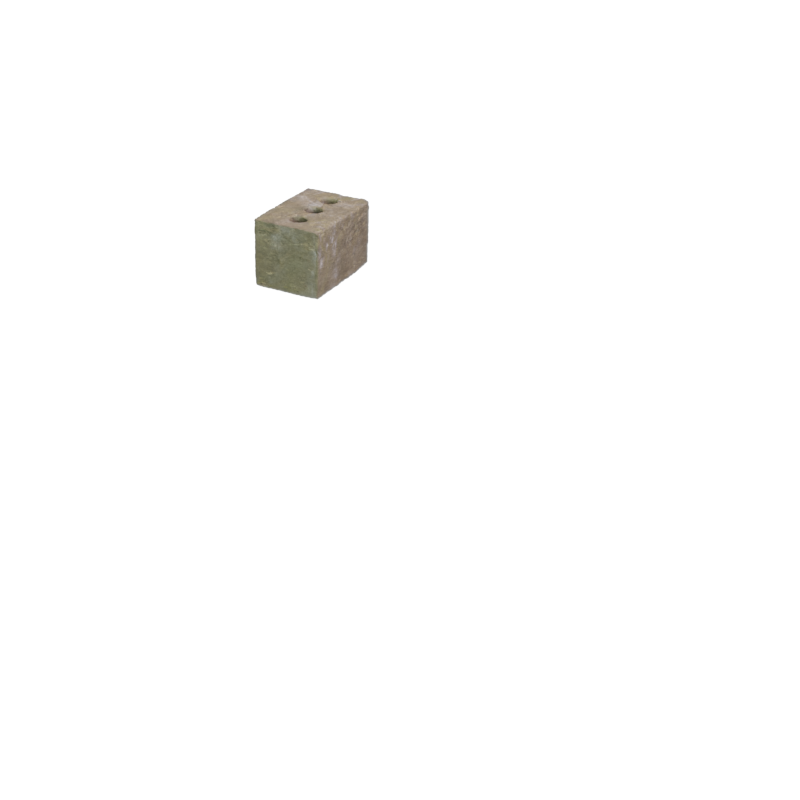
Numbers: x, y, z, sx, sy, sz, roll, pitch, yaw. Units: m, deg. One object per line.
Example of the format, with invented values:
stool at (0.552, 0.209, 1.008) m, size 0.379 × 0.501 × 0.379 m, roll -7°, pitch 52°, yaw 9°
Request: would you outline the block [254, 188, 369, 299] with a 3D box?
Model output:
block at (-0.062, -0.114, 0.796) m, size 0.055 × 0.049 × 0.079 m, roll 13°, pitch 30°, yaw 23°
